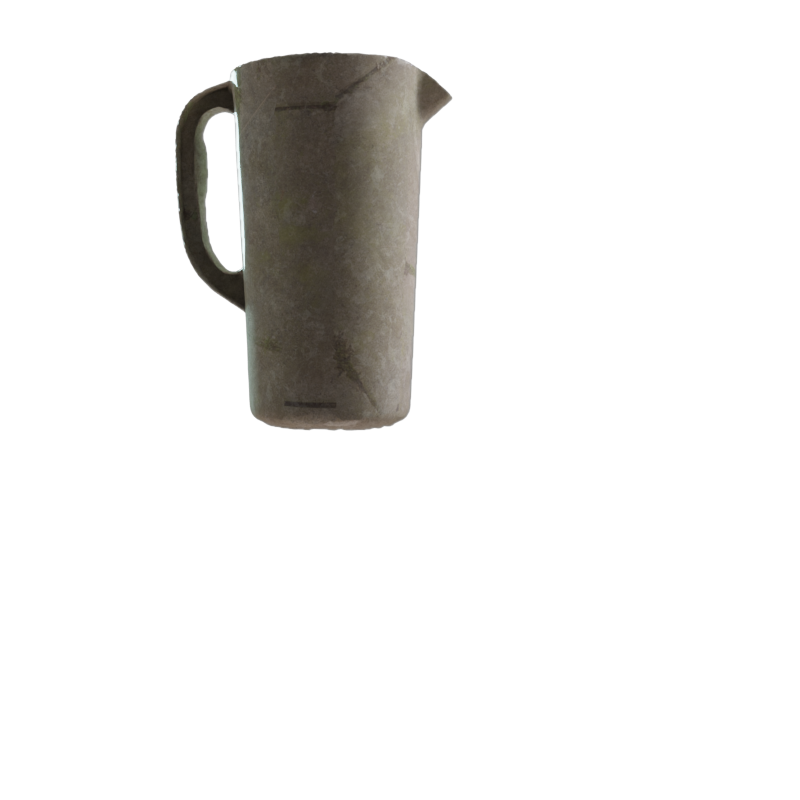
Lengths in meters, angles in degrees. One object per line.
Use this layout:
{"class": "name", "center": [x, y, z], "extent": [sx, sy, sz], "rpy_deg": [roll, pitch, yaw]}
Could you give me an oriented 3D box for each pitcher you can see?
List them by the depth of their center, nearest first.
{"class": "pitcher", "center": [-0.059, -0.107, 0.750], "extent": [0.139, 0.244, 0.155], "rpy_deg": [0, -1, -39]}
